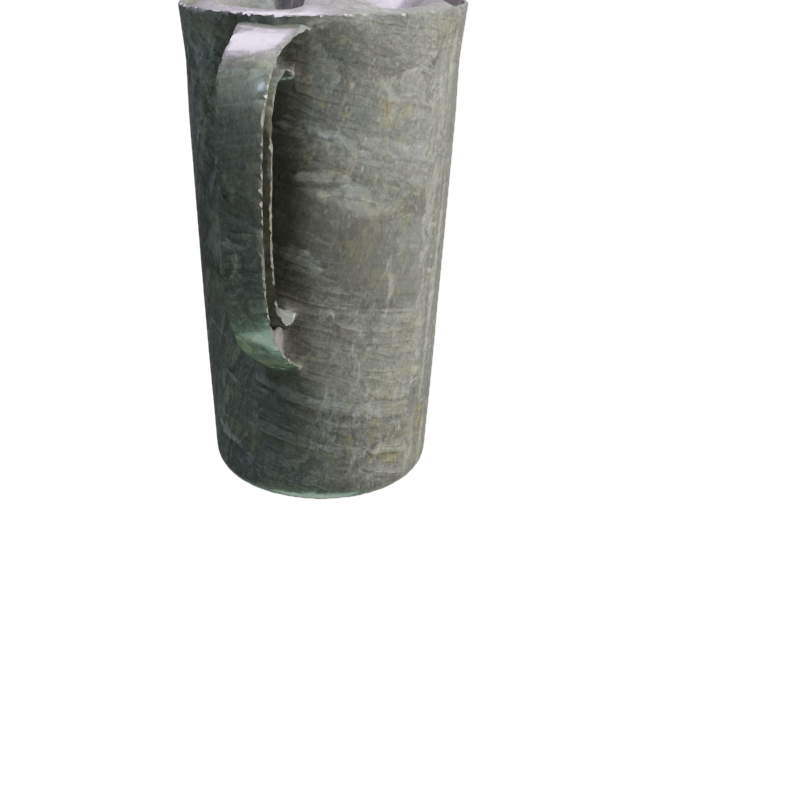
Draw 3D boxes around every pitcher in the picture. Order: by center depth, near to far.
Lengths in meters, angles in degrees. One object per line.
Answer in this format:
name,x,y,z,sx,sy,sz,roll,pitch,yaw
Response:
pitcher,-0.042,-0.077,0.537,0.146,0.233,0.154,-10,22,-28
